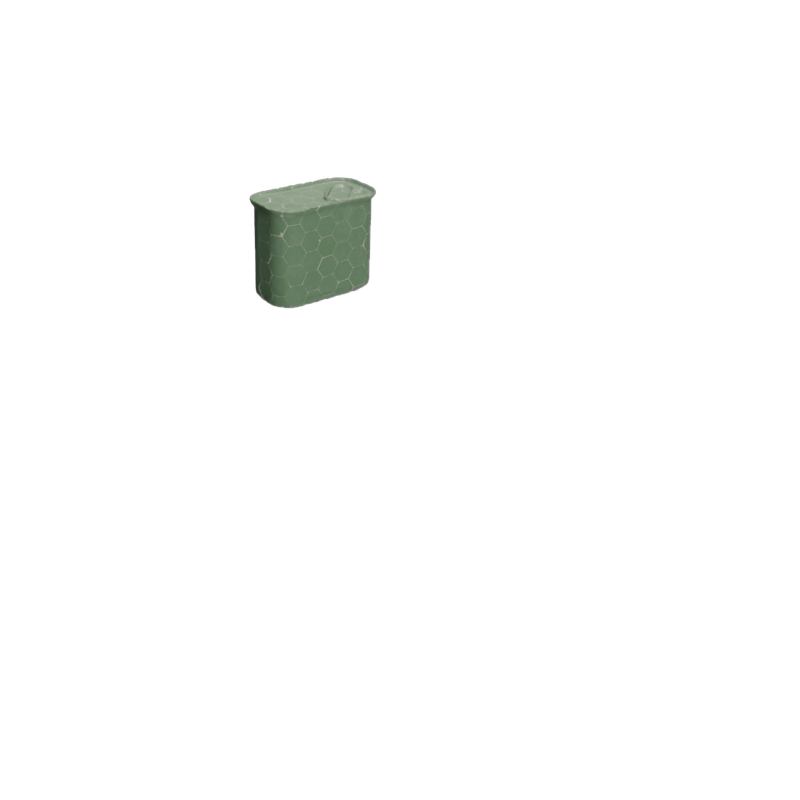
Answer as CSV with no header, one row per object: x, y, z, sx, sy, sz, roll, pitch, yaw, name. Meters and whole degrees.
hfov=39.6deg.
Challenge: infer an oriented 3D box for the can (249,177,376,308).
-0.071,-0.129,0.904,0.100,0.080,0.061,-17,30,-33,can
